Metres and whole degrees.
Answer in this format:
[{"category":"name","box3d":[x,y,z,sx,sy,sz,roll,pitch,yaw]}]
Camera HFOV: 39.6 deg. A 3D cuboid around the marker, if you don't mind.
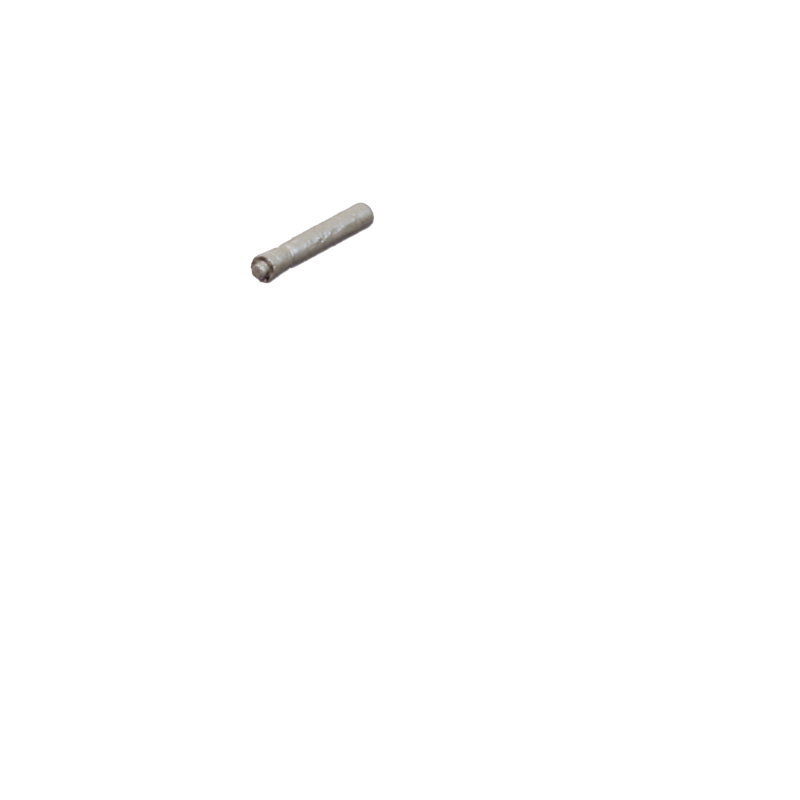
[{"category":"marker","box3d":[-0.057,-0.104,0.726,0.020,0.019,0.122,2,26,34]}]
